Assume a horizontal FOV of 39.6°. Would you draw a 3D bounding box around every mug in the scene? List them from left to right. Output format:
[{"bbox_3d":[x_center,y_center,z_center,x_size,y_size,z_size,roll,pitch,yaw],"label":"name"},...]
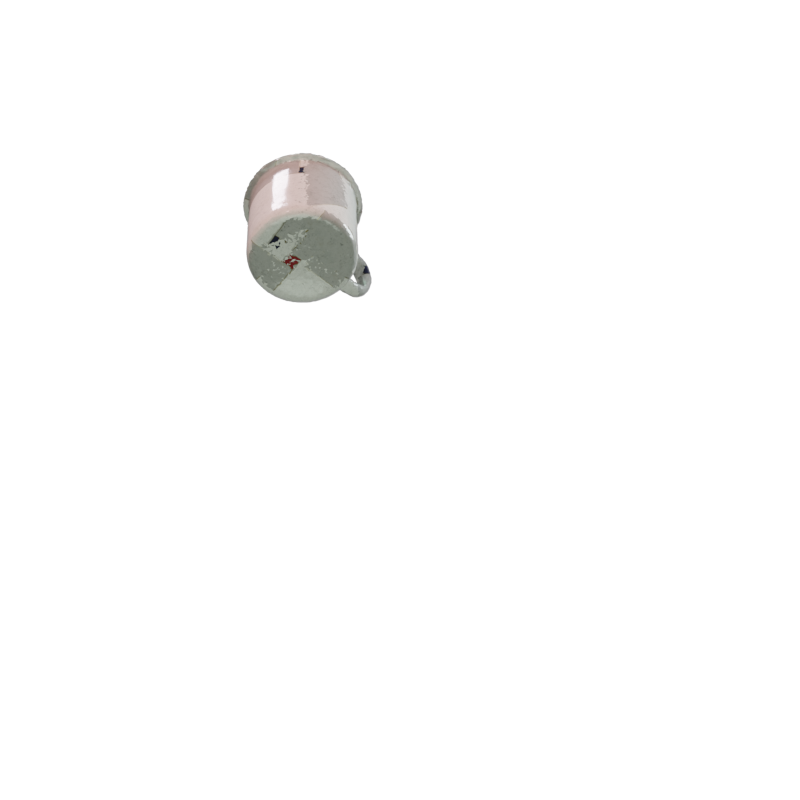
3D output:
[{"bbox_3d":[-0.066,-0.120,0.837,0.092,0.111,0.087,-37,27,20],"label":"mug"}]
